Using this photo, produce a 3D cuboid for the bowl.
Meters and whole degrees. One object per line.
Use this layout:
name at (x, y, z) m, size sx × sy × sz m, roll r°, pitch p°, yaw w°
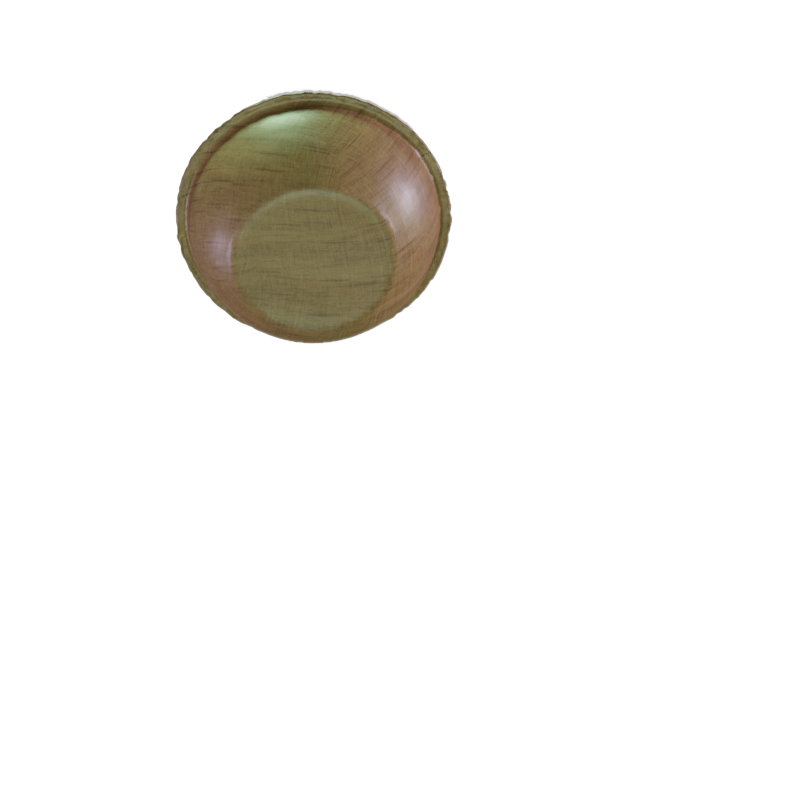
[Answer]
bowl at (-0.049, -0.090, 0.629) m, size 0.162 × 0.153 × 0.058 m, roll 1°, pitch 29°, yaw -1°
